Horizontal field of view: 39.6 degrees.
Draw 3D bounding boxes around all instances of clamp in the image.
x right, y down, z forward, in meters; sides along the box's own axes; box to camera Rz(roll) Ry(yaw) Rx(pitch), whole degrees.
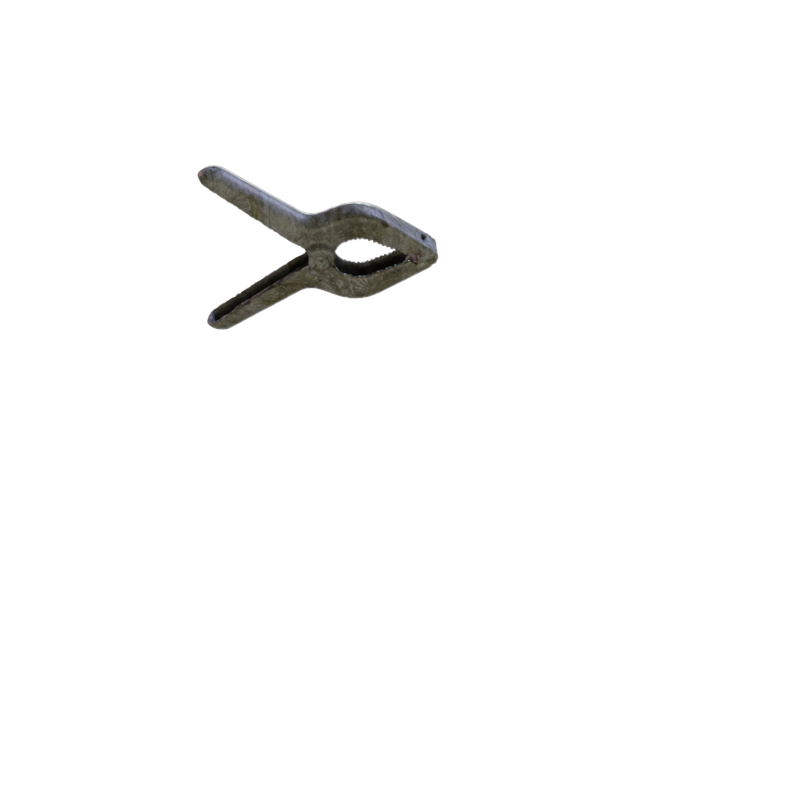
[{"bbox_3d":[-0.074,-0.136,0.951,0.211,0.153,0.039,-5,38,3],"label":"clamp"}]
